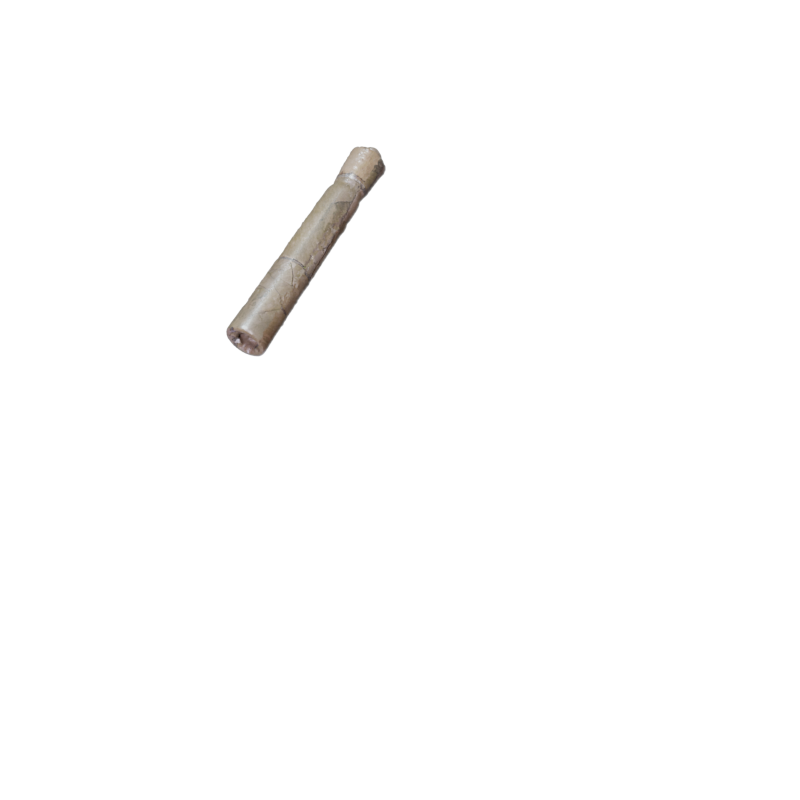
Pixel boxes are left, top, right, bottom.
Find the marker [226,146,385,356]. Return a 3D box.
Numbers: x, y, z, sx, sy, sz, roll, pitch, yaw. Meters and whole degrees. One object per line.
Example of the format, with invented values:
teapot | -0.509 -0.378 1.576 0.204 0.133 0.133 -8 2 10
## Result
marker | -0.039 -0.071 0.495 0.020 0.125 0.018 1 -41 38
